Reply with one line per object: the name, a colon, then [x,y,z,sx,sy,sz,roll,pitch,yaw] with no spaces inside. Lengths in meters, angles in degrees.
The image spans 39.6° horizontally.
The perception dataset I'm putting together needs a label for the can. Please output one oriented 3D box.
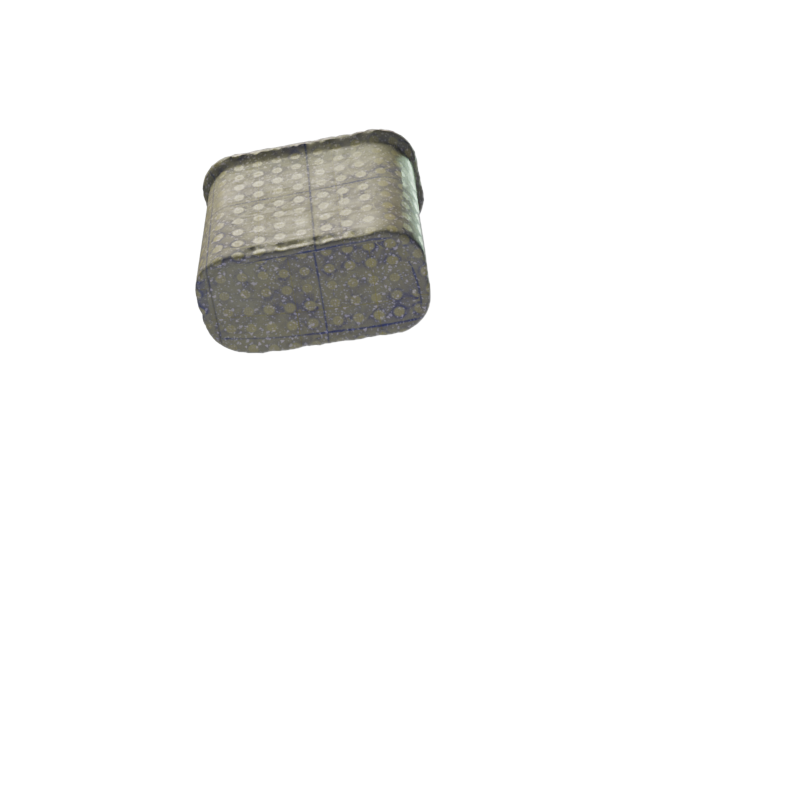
can: [-0.038,-0.070,0.490,0.102,0.053,0.090,-9,38,5]
